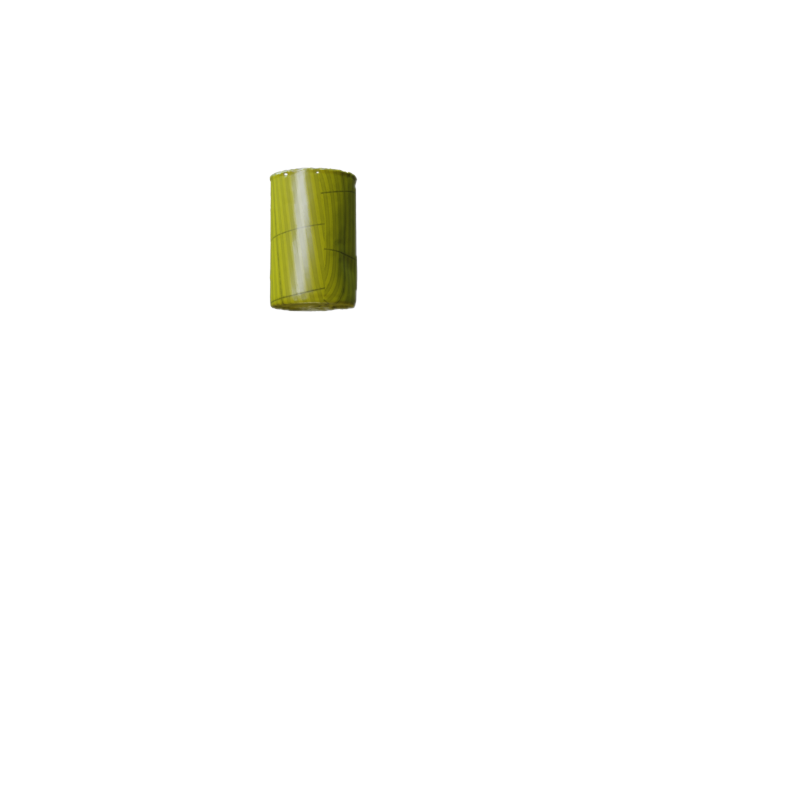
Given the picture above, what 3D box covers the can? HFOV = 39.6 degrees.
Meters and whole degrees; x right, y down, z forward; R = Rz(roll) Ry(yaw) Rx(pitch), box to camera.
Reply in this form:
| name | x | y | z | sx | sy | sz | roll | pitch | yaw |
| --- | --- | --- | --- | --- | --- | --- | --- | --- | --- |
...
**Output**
| name | x | y | z | sx | sy | sz | roll | pitch | yaw |
| --- | --- | --- | --- | --- | --- | --- | --- | --- | --- |
| can | -0.067 | -0.122 | 0.855 | 0.068 | 0.104 | 0.067 | 0 | -6 | -2 |
